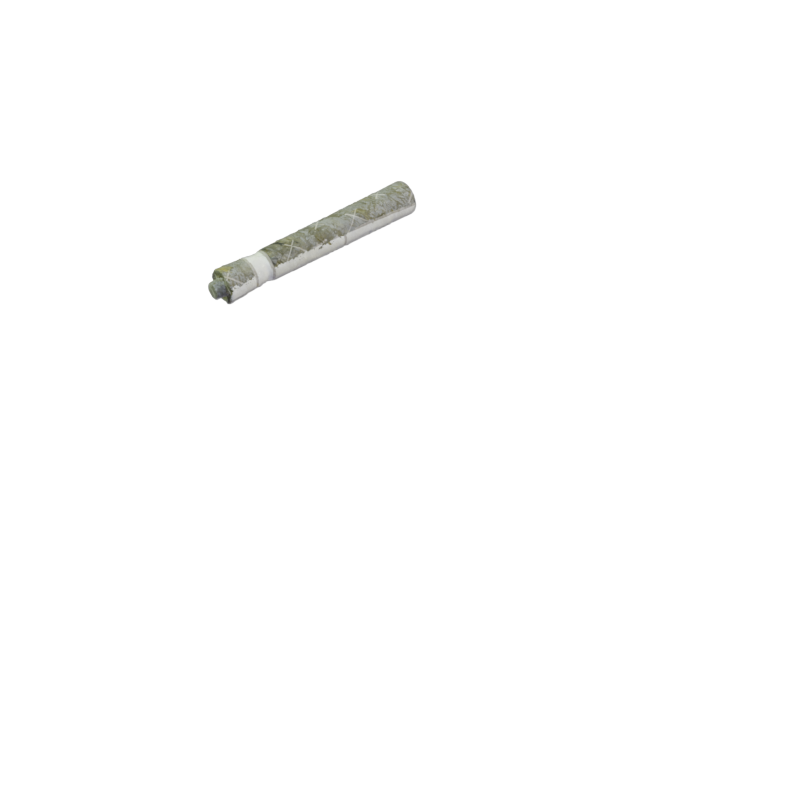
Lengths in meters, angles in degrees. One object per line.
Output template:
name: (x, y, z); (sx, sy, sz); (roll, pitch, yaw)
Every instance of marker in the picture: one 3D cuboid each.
marker: (-0.044, -0.080, 0.563); (0.121, 0.019, 0.020); (-30, 18, -25)
